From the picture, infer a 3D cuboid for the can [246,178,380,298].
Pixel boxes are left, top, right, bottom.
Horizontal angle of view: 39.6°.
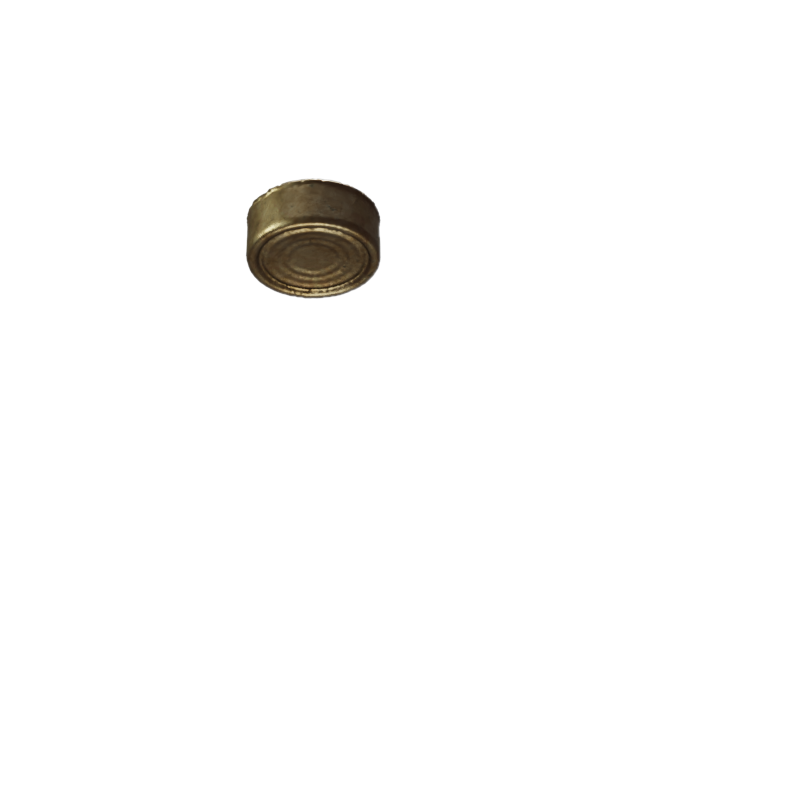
[{"bbox_3d":[-0.055,-0.100,0.702,0.086,0.036,0.080,1,-31,-2],"label":"can"}]
